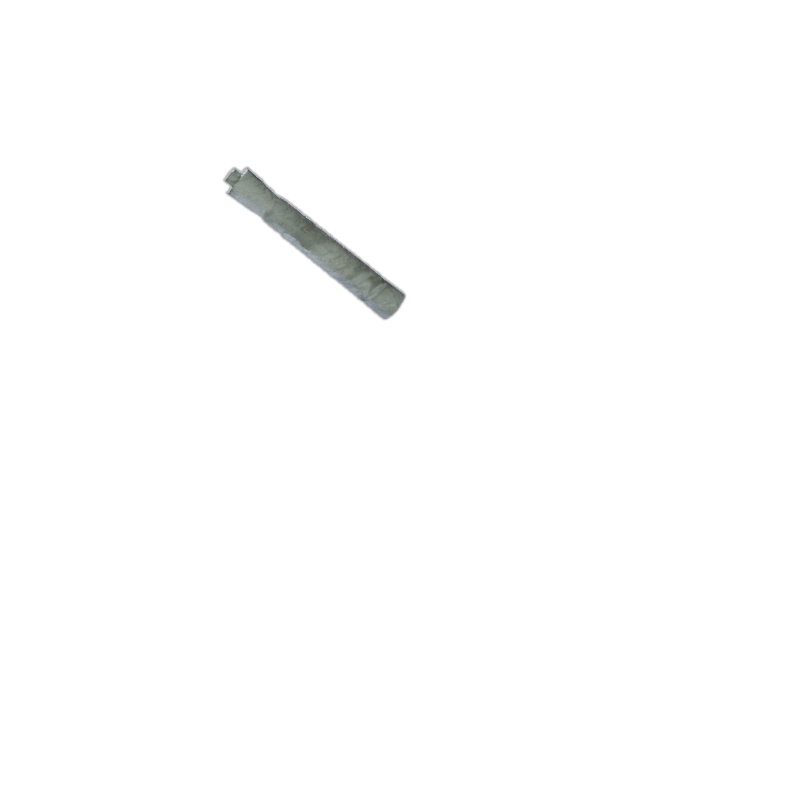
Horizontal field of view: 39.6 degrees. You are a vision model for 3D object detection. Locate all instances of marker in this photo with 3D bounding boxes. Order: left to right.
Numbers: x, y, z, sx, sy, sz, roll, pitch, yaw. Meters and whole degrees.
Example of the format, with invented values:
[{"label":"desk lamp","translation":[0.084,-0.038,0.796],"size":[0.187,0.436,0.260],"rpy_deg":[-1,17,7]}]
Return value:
[{"label":"marker","translation":[-0.049,-0.089,0.623],"size":[0.118,0.020,0.020],"rpy_deg":[38,-4,-8]}]
